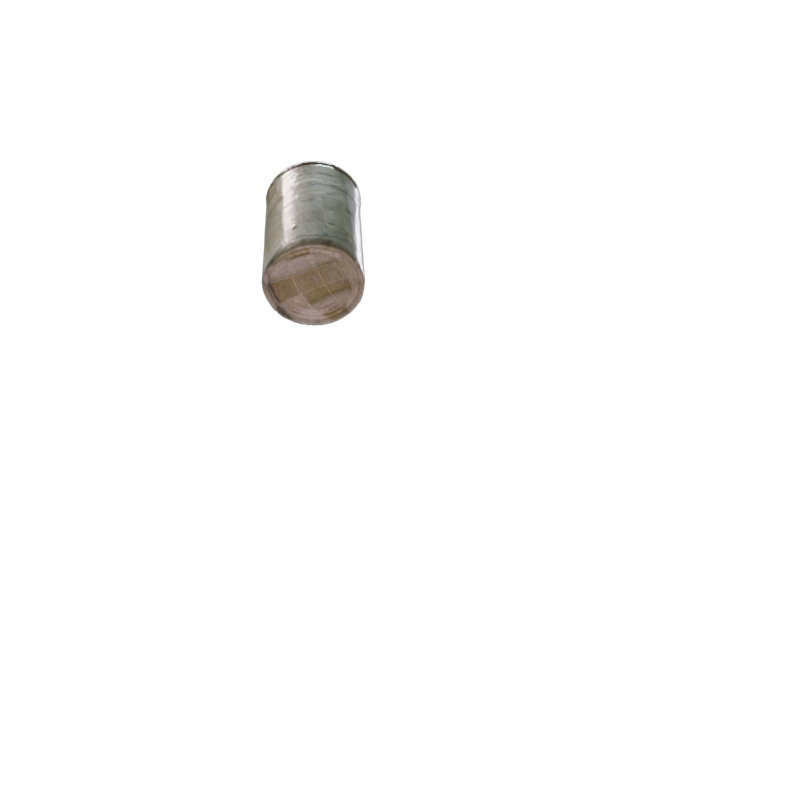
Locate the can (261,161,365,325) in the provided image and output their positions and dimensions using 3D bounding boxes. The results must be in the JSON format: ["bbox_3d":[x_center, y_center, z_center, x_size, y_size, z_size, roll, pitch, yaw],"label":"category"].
[{"bbox_3d":[-0.059,-0.107,0.750,0.068,0.064,0.109,-1,39,-3],"label":"can"}]
